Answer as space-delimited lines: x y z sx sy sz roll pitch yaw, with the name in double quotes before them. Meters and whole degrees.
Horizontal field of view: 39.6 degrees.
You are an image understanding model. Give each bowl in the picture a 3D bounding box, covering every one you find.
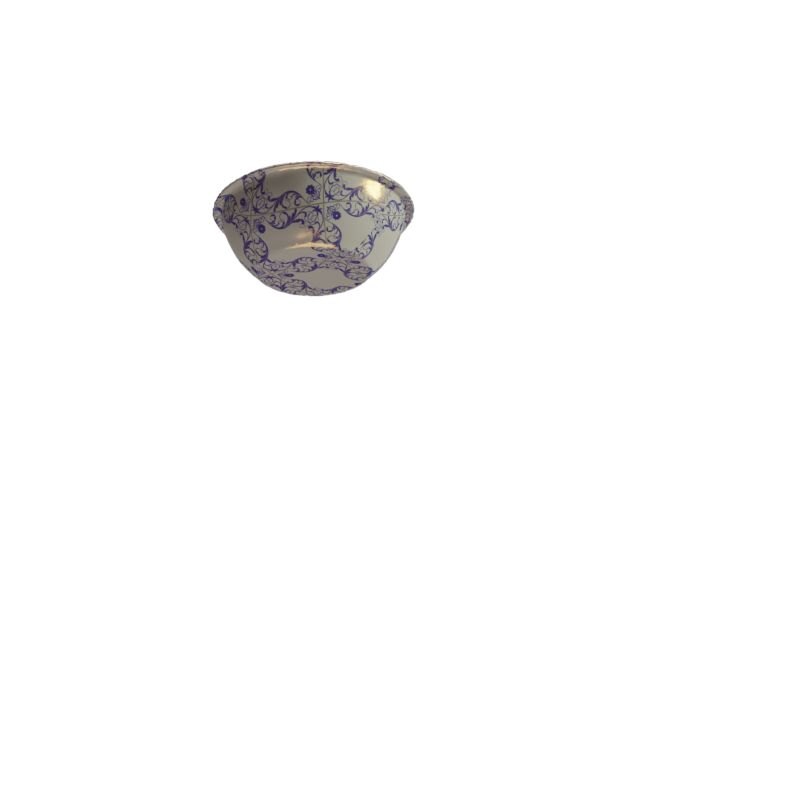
"bowl" -0.069 -0.126 0.880 0.162 0.058 0.154 1 -21 -2
